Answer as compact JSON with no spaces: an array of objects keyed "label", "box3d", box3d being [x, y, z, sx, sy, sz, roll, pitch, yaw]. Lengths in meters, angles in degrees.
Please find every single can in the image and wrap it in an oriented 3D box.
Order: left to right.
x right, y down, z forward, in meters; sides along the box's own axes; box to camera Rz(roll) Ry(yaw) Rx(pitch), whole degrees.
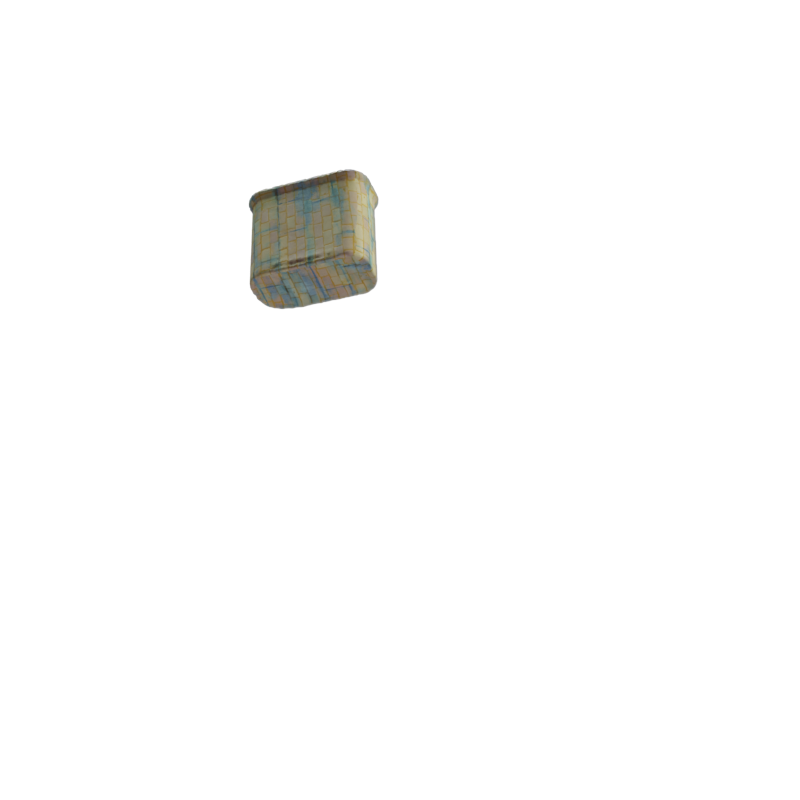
[{"label":"can","box3d":[-0.068,-0.124,0.867,0.103,0.090,0.053,-12,-36,15]}]
